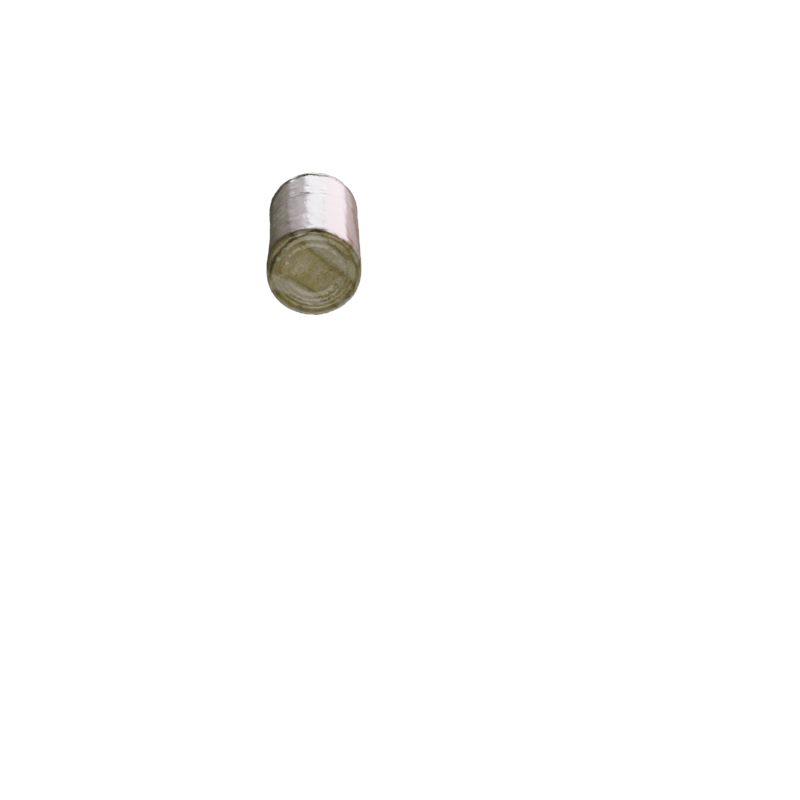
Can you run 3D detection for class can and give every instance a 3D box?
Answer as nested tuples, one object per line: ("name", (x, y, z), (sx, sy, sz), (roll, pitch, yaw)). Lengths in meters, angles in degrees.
("can", (-0.063, -0.115, 0.805), (0.068, 0.065, 0.109), (0, 31, -3))
